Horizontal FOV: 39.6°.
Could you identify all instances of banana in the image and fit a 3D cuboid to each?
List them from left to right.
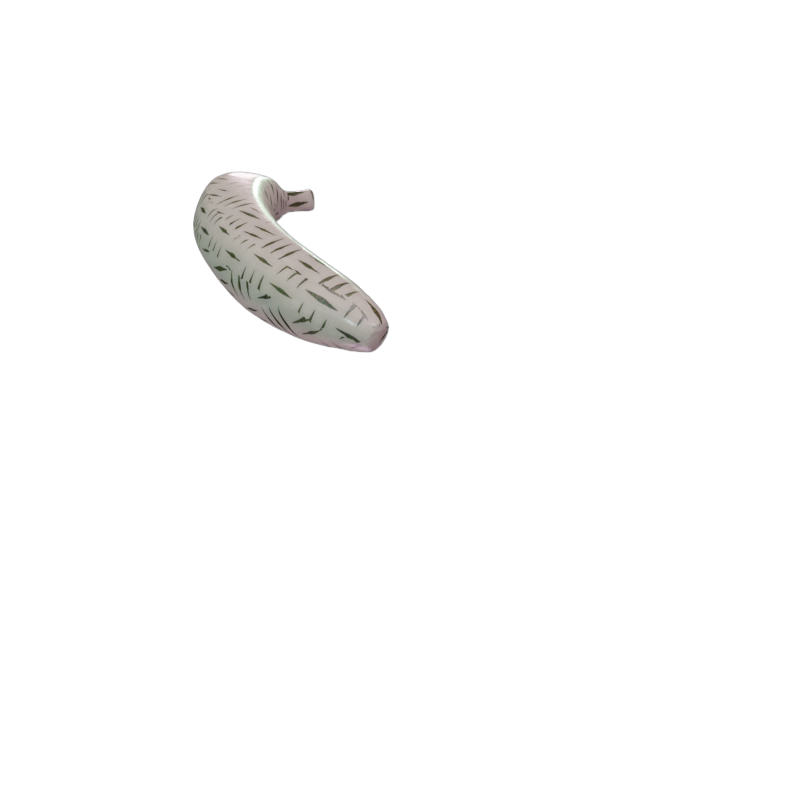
[{"bbox_3d":[-0.058,-0.073,0.506,0.069,0.035,0.211,-5,27,-11],"label":"banana"}]
